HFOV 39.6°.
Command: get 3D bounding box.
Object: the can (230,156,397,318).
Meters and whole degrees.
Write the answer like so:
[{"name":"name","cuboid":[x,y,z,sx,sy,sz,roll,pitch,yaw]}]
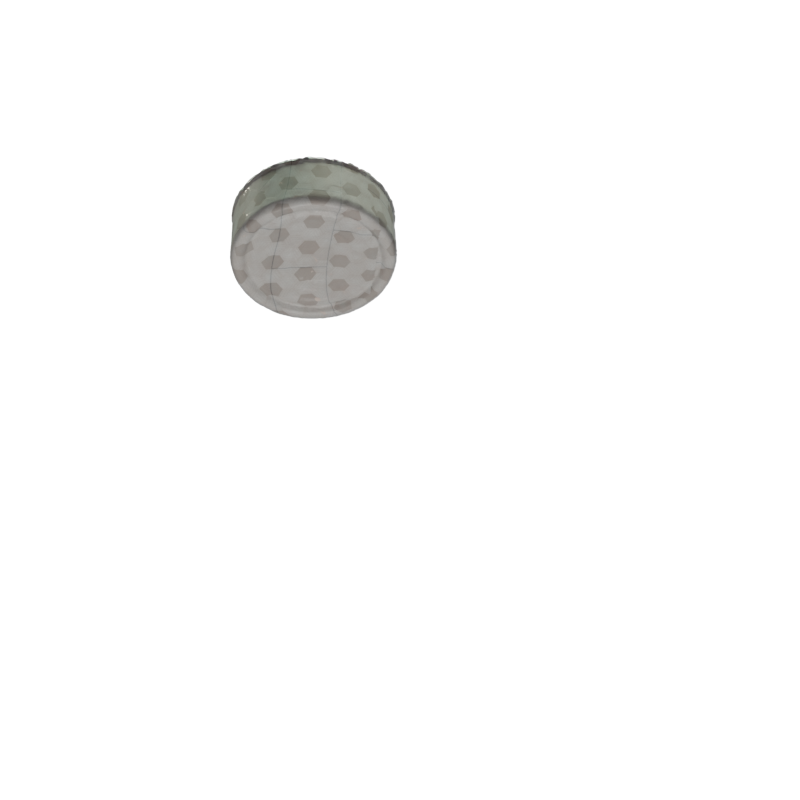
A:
[{"name":"can","cuboid":[-0.045,-0.081,0.569,0.086,0.036,0.080,1,-43,-1]}]
